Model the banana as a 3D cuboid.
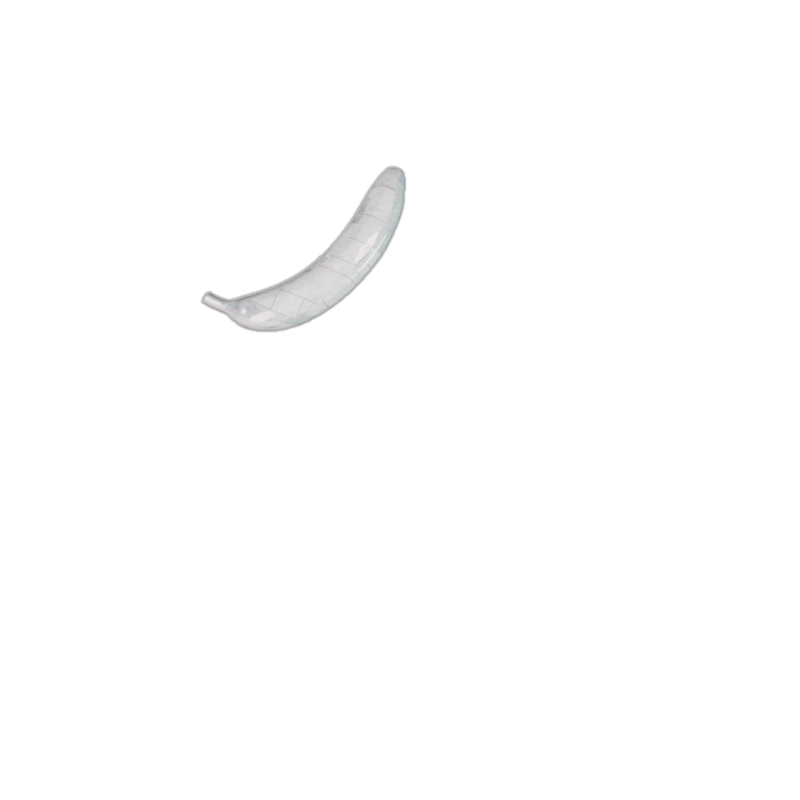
[{"bbox_3d":[-0.064,-0.112,0.905,0.198,0.071,0.036,-35,-5,-5],"label":"banana"}]
